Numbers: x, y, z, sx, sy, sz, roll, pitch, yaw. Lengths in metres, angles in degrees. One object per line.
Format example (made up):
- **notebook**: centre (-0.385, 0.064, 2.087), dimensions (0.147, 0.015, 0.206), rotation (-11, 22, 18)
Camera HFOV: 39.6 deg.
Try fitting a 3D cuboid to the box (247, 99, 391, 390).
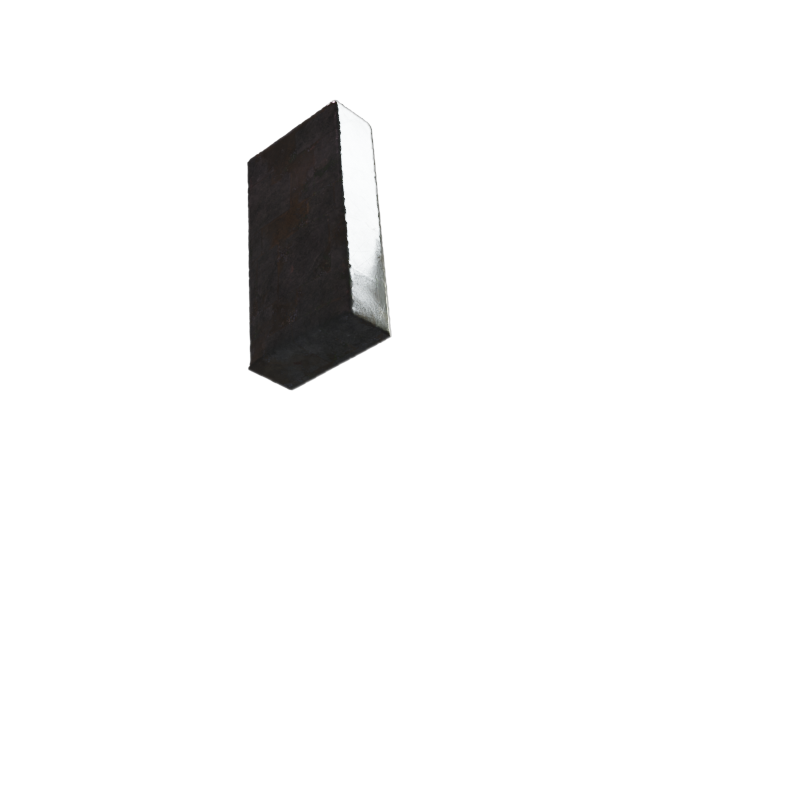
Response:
- **box**: centre (-0.057, -0.105, 0.738), dimensions (0.093, 0.189, 0.045), rotation (-28, -42, 33)
